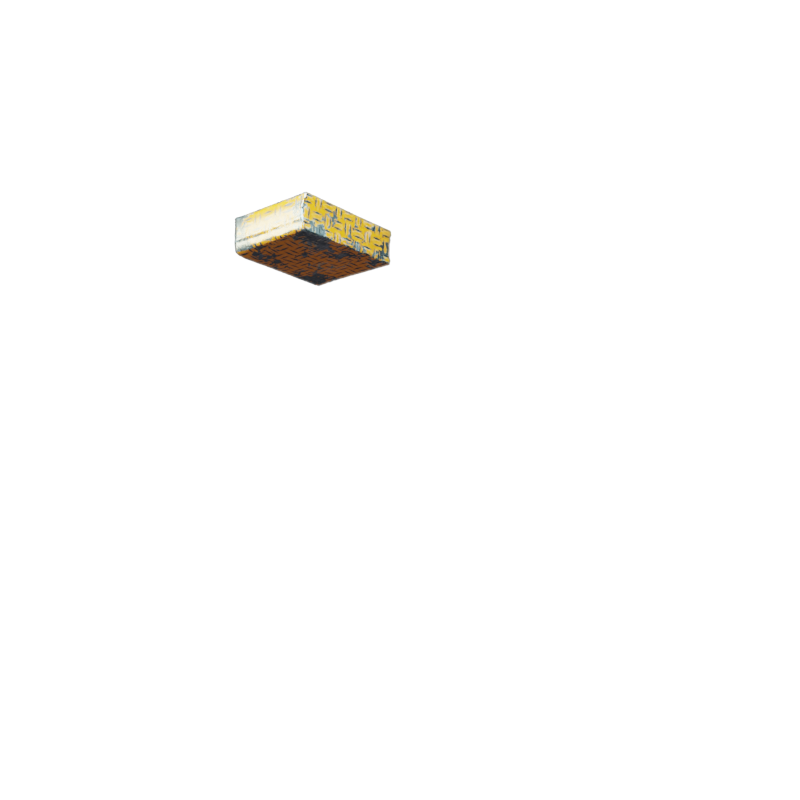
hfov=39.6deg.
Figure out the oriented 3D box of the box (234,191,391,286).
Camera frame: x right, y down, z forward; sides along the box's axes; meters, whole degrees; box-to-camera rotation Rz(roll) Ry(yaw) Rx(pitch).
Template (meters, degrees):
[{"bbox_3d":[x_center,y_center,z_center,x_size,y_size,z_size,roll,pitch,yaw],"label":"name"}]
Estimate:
[{"bbox_3d":[-0.077,-0.140,0.981,0.091,0.041,0.107,-13,-20,40],"label":"box"}]
